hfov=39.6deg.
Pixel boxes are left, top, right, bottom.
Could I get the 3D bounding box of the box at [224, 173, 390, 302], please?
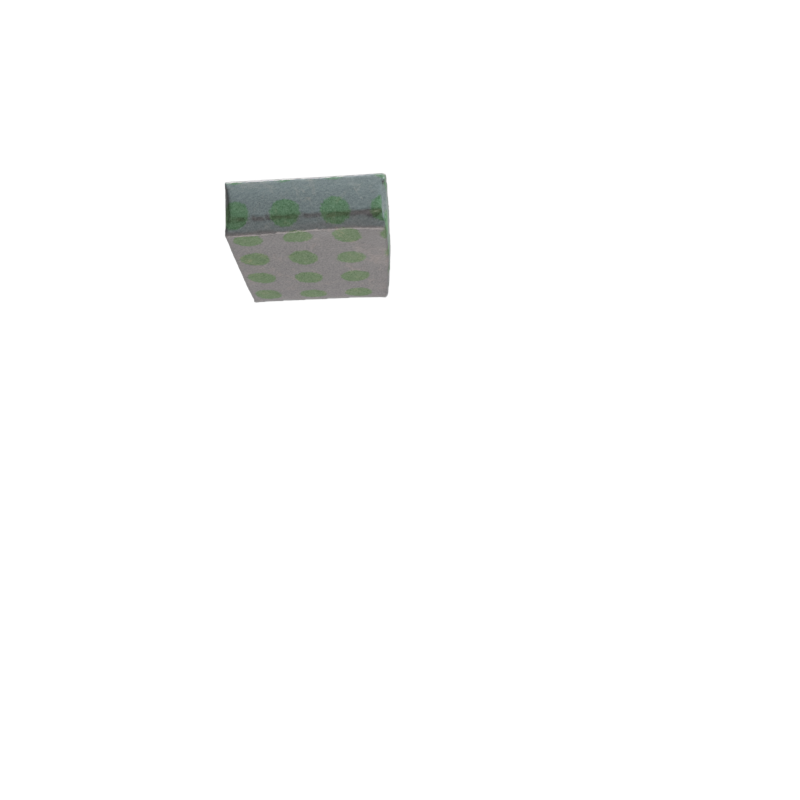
[{"bbox_3d":[-0.051,-0.093,0.652,0.090,0.041,0.108,-1,-18,2],"label":"box"}]
